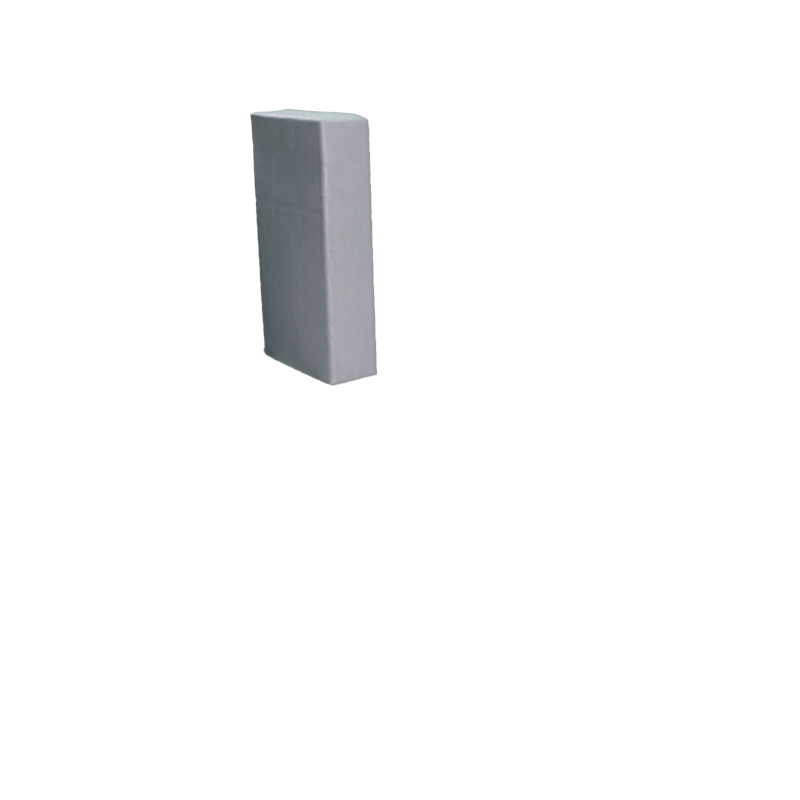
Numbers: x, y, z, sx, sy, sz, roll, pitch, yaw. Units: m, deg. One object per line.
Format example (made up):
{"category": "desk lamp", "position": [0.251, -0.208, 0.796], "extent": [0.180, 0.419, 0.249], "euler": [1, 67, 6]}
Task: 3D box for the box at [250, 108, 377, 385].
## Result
{"category": "box", "position": [-0.059, -0.108, 0.757], "extent": [0.047, 0.172, 0.099], "euler": [-7, 15, -35]}
